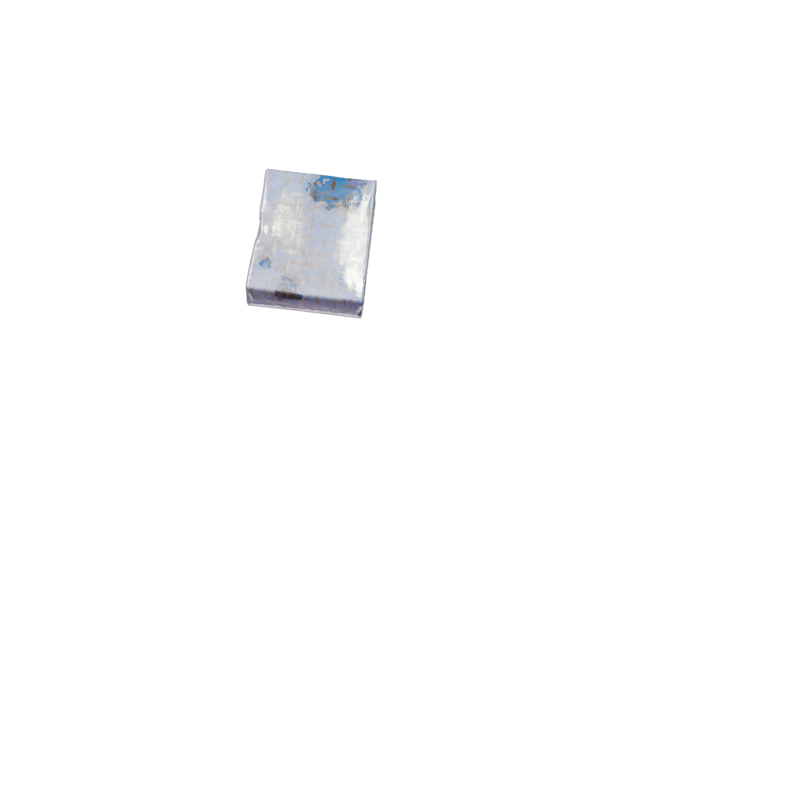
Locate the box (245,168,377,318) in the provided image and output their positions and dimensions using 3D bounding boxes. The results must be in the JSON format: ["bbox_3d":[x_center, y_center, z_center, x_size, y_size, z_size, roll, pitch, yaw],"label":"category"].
[{"bbox_3d":[-0.055,-0.100,0.700,0.073,0.094,0.028,6,-25,2],"label":"box"}]
